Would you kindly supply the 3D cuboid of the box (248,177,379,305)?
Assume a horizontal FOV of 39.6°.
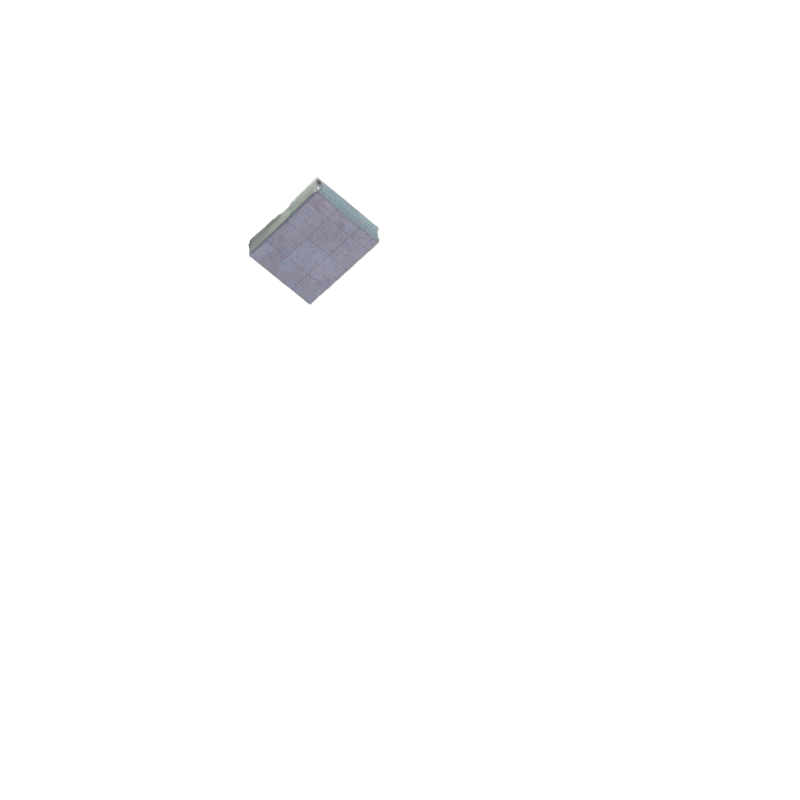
[{"bbox_3d":[-0.074,-0.135,0.946,0.069,0.088,0.032,39,25,-23],"label":"box"}]
